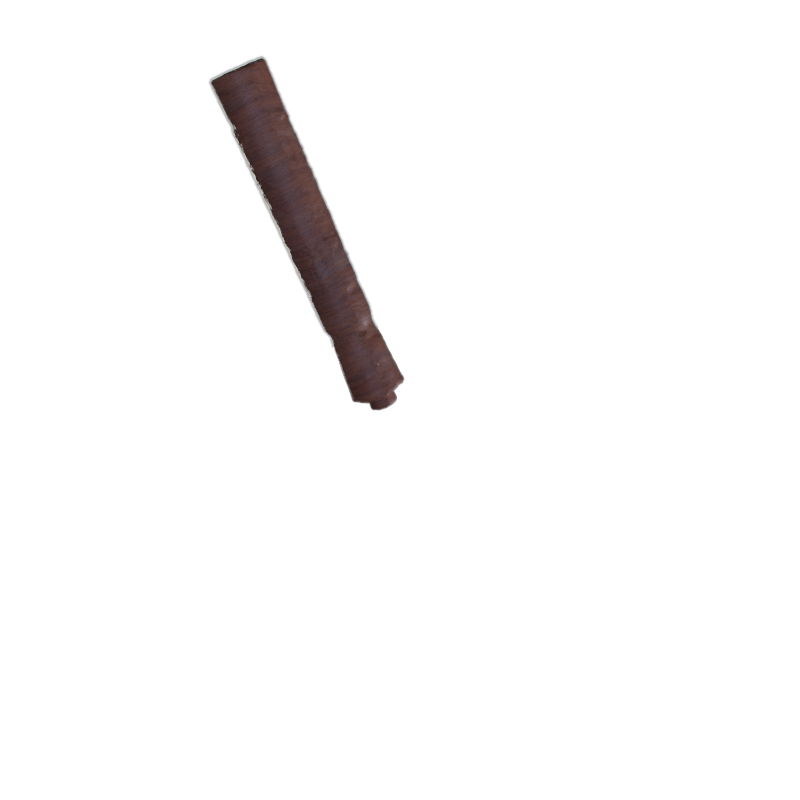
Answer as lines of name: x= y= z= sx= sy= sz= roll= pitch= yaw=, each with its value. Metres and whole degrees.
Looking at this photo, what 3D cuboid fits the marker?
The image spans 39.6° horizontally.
marker: x=-0.028 y=-0.051 z=0.359 sx=0.020 sy=0.117 sz=0.020 roll=-23 pitch=12 yaw=4
